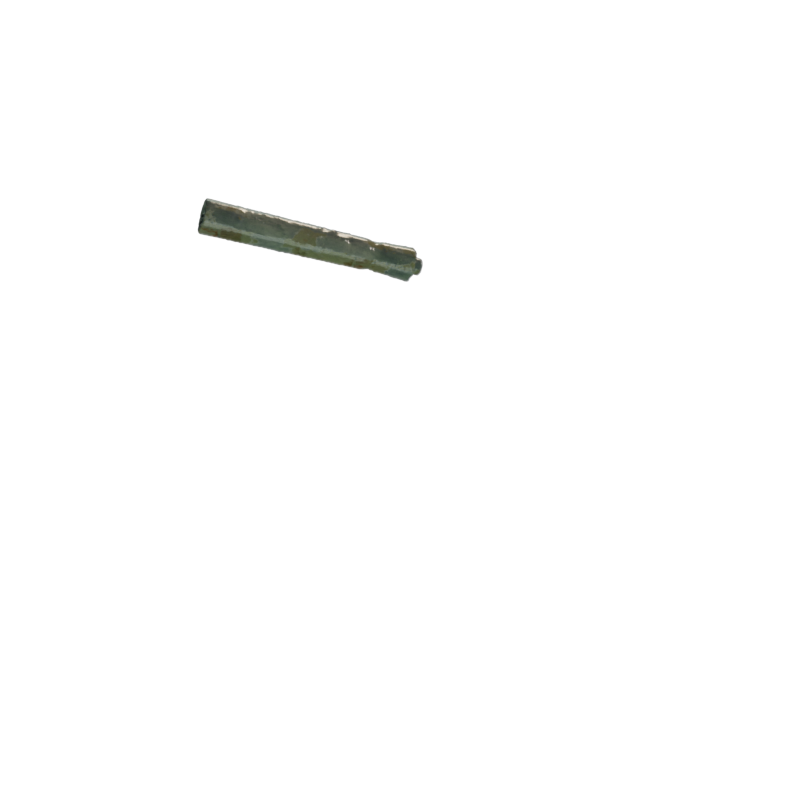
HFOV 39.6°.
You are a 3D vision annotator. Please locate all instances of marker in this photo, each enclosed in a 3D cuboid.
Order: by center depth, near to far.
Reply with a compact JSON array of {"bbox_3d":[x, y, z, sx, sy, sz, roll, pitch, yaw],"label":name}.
[{"bbox_3d":[-0.046,-0.083,0.584,0.118,0.020,0.020,12,1,-12],"label":"marker"}]
